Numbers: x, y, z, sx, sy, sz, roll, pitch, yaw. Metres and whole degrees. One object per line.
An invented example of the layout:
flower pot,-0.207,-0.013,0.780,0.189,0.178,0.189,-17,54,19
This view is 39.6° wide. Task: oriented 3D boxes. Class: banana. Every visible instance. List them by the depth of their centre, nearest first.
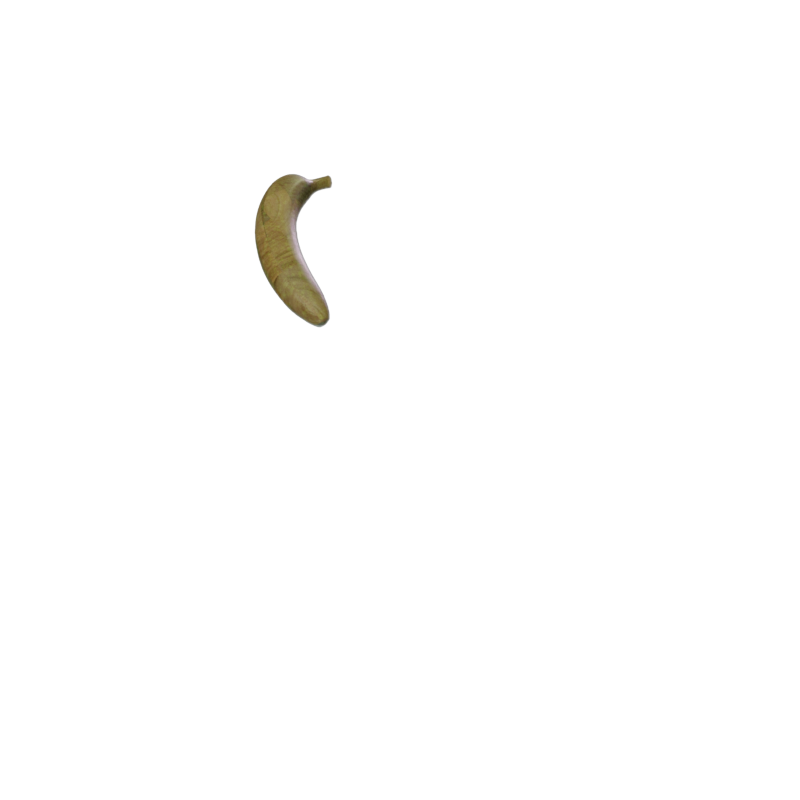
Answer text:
banana,-0.096,-0.145,0.991,0.069,0.212,0.034,0,-43,-1
